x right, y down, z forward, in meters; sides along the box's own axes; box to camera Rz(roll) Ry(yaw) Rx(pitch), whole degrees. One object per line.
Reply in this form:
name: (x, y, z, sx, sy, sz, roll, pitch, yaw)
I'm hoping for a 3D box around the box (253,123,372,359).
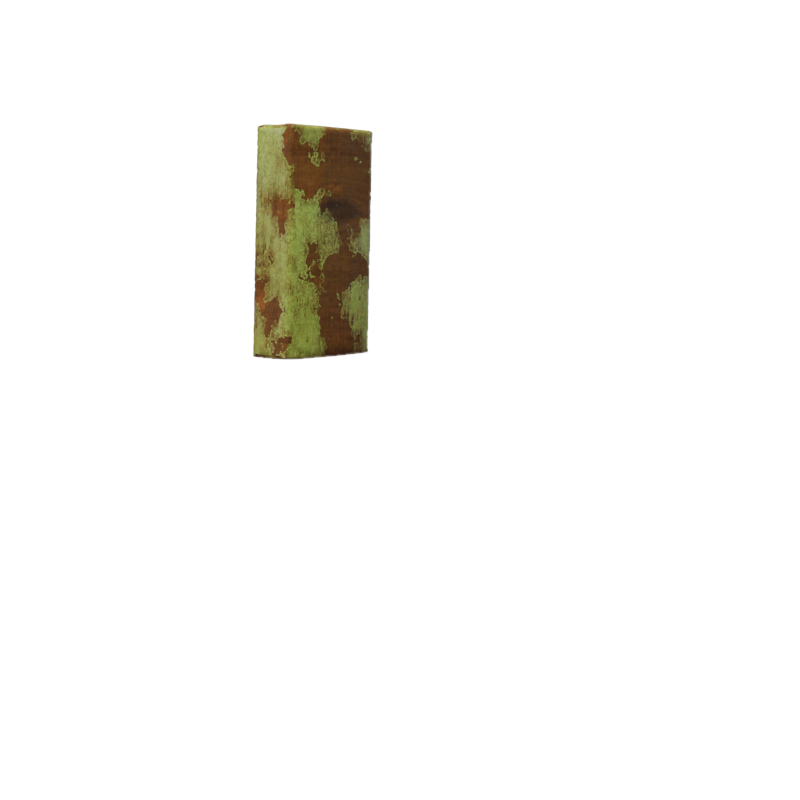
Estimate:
box: (-0.067, -0.122, 0.855, 0.050, 0.176, 0.090, 0, 1, 41)
